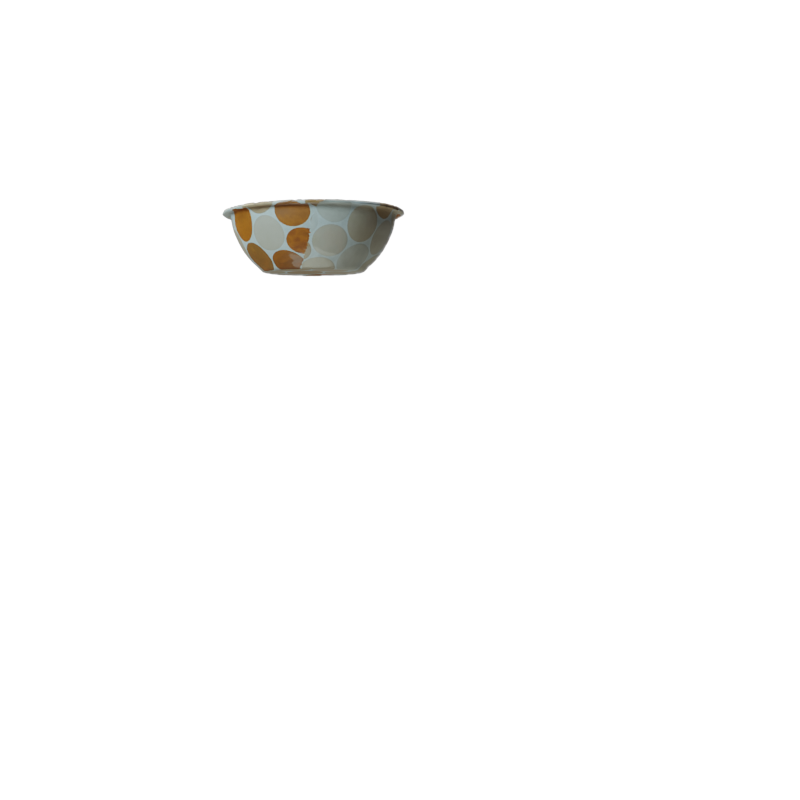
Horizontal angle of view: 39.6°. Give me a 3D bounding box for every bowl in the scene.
[{"bbox_3d":[-0.077,-0.141,0.988,0.162,0.055,0.162,0,1,-2],"label":"bowl"}]
